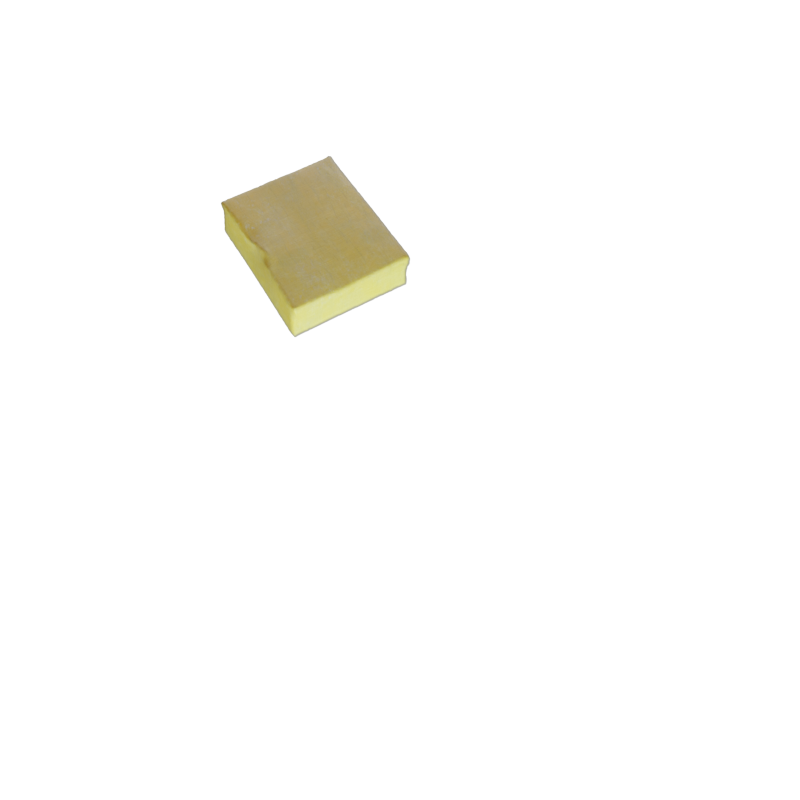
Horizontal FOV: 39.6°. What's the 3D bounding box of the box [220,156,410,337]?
[{"bbox_3d":[-0.049,-0.089,0.623,0.073,0.096,0.028,-25,-31,-17],"label":"box"}]
